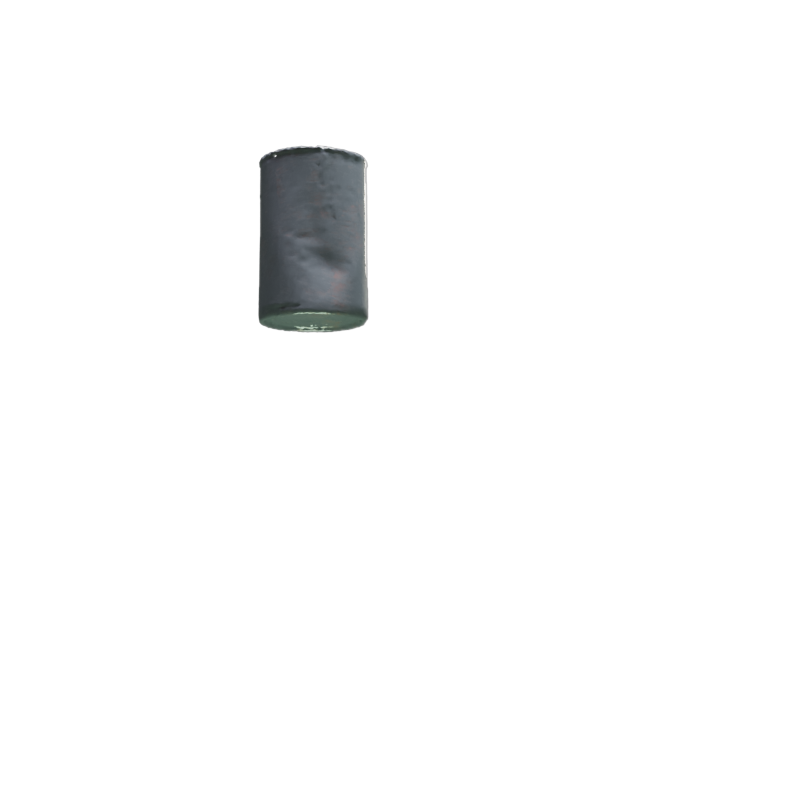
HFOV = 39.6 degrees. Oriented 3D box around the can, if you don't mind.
[{"bbox_3d":[-0.053,-0.097,0.681,0.068,0.105,0.067,0,-12,-2],"label":"can"}]
